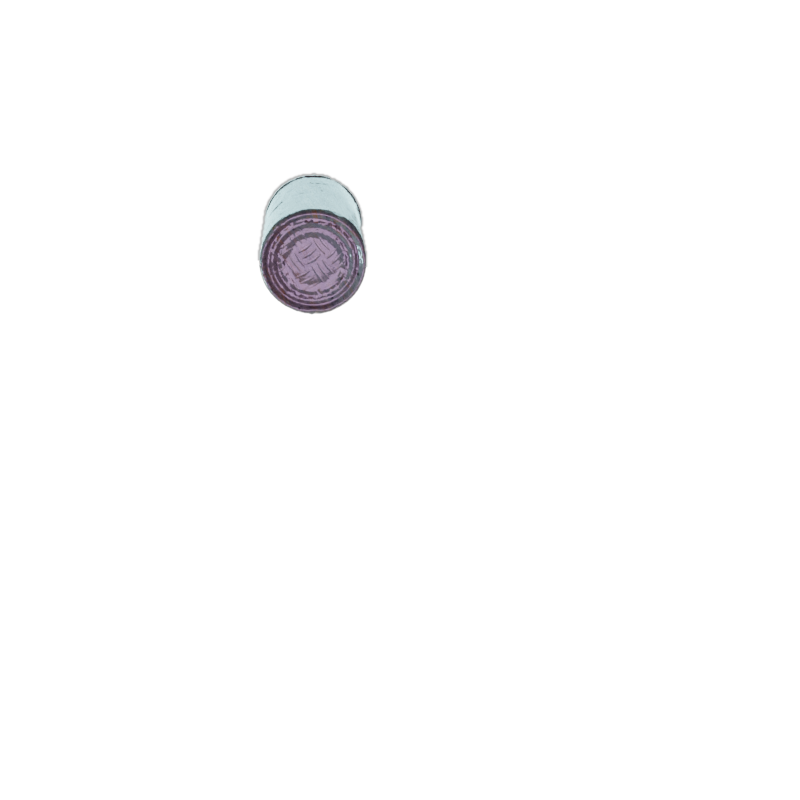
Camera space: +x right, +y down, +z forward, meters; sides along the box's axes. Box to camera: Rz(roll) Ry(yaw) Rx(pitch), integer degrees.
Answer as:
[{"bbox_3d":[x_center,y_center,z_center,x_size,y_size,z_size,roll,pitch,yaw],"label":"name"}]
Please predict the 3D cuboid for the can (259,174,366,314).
[{"bbox_3d":[-0.057,-0.103,0.723,0.068,0.066,0.107,0,21,-3],"label":"can"}]
